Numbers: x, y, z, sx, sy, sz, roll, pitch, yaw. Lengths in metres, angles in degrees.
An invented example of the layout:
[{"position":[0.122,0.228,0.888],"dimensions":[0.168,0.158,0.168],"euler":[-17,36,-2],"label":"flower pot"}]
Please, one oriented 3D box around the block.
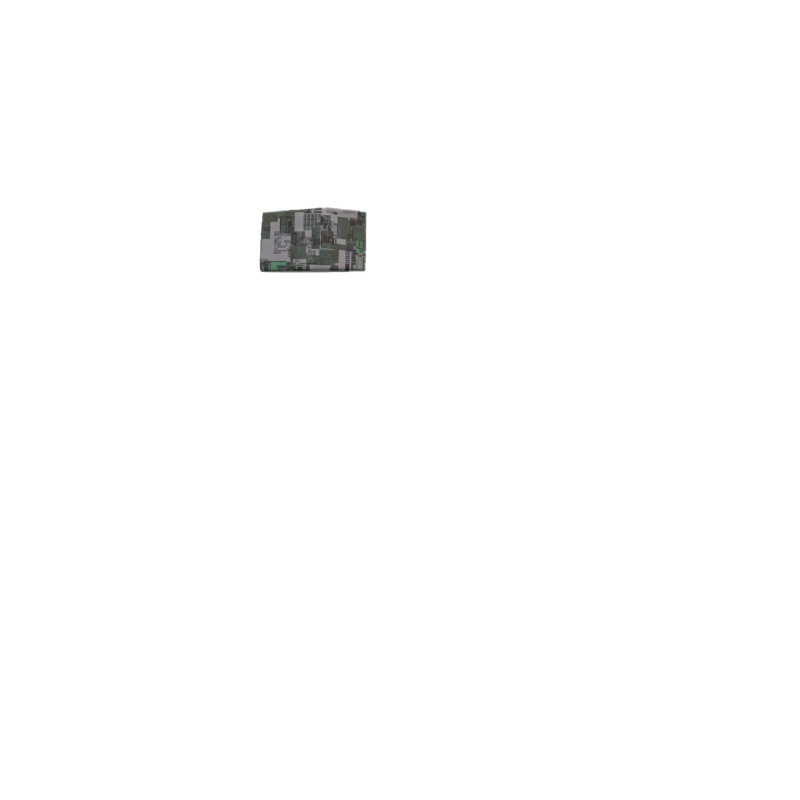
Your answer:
[{"position":[-0.073,-0.134,0.935],"dimensions":[0.081,0.051,0.051],"euler":[2,2,40],"label":"block"}]
